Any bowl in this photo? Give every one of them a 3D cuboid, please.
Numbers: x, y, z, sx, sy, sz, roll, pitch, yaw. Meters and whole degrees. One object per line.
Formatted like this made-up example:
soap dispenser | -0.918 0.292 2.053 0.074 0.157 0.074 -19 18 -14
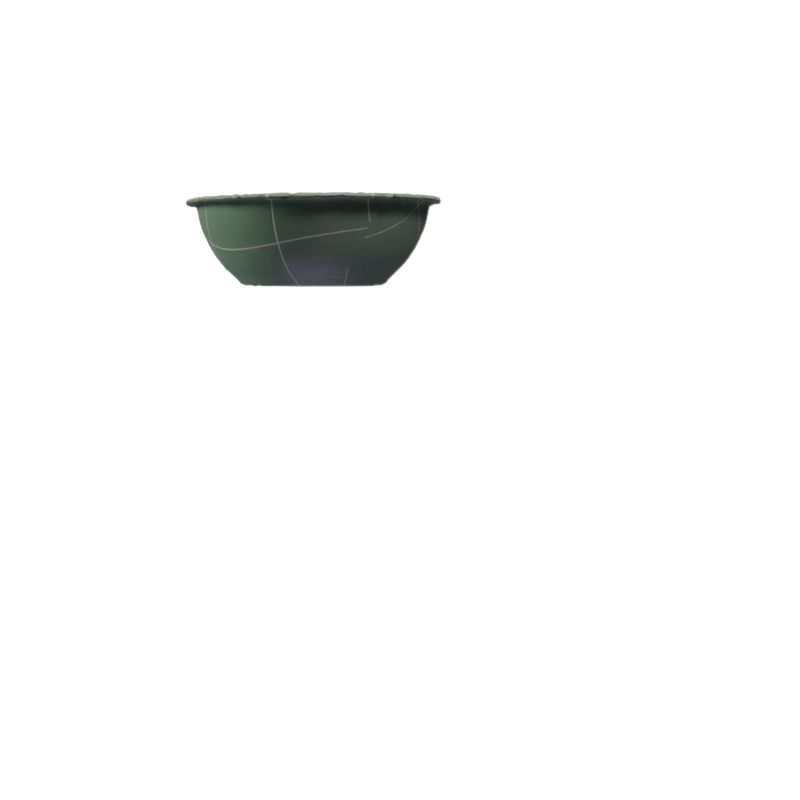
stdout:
bowl | -0.055 -0.100 0.703 0.162 0.055 0.164 0 7 -2
